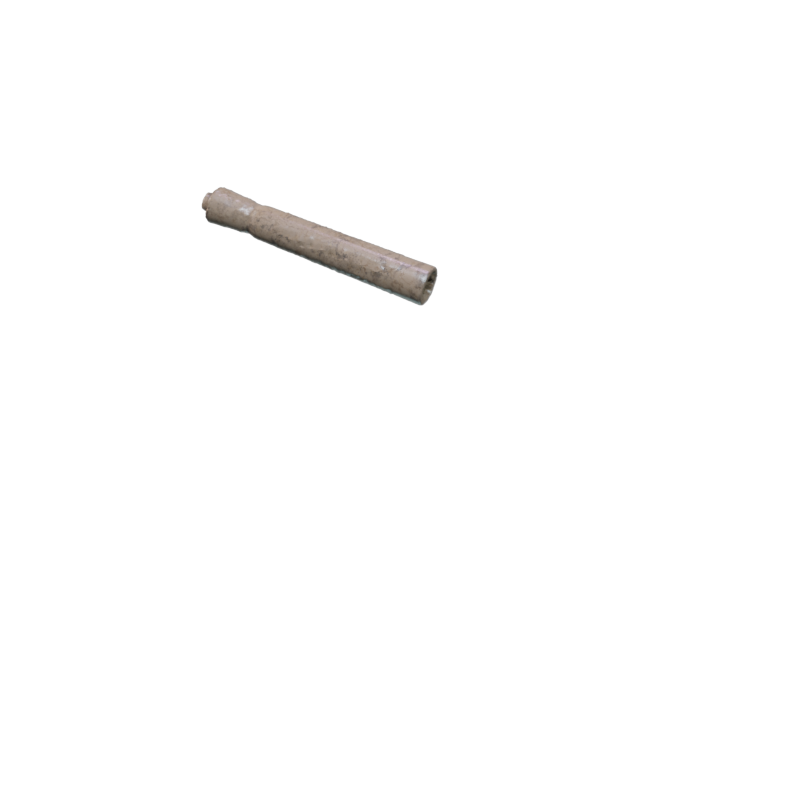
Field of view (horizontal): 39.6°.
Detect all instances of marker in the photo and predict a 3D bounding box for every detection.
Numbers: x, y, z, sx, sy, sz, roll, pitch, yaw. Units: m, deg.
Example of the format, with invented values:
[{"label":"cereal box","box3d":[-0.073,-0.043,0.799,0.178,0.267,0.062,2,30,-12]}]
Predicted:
[{"label":"marker","box3d":[-0.041,-0.075,0.523,0.126,0.019,0.019,23,12,20]}]
